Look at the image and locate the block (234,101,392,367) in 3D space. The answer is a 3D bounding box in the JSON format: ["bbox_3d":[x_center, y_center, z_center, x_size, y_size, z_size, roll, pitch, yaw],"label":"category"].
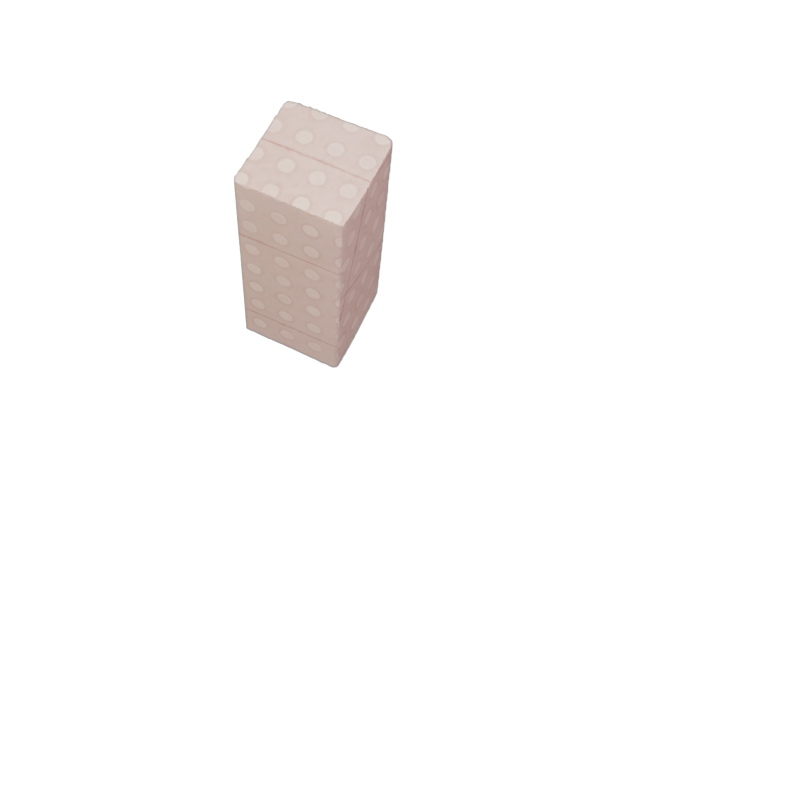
[{"bbox_3d":[-0.068,-0.126,0.880,0.093,0.093,0.194,23,-28,10],"label":"block"}]
